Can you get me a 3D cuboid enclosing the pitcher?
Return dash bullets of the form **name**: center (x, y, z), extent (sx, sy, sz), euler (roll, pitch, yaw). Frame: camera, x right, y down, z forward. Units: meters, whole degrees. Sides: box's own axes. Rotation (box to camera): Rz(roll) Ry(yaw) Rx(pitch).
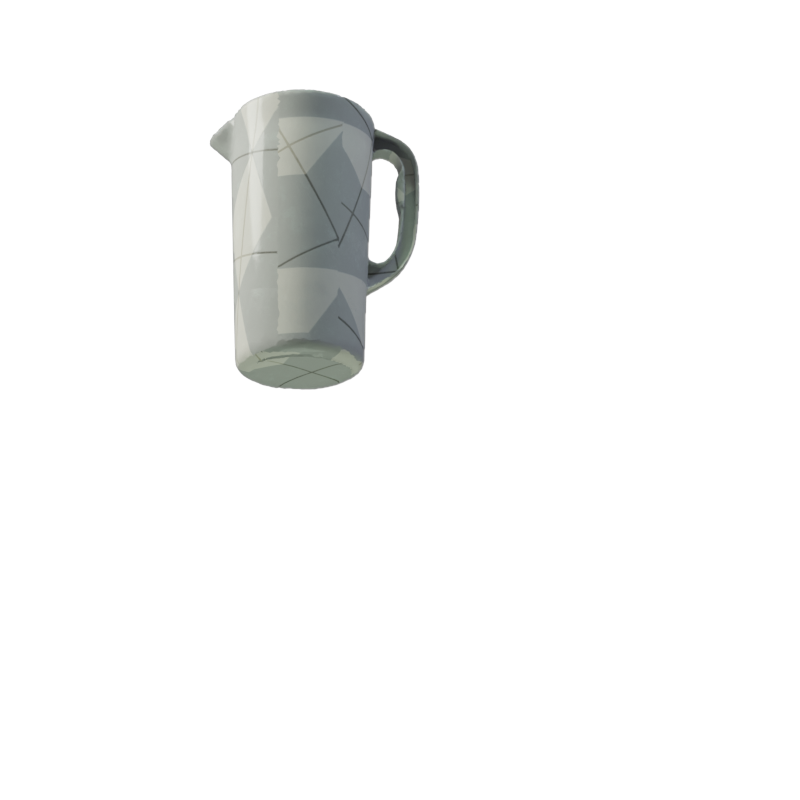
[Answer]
- **pitcher**: center (-0.076, -0.138, 0.969), extent (0.151, 0.256, 0.135), euler (-16, -27, 32)
